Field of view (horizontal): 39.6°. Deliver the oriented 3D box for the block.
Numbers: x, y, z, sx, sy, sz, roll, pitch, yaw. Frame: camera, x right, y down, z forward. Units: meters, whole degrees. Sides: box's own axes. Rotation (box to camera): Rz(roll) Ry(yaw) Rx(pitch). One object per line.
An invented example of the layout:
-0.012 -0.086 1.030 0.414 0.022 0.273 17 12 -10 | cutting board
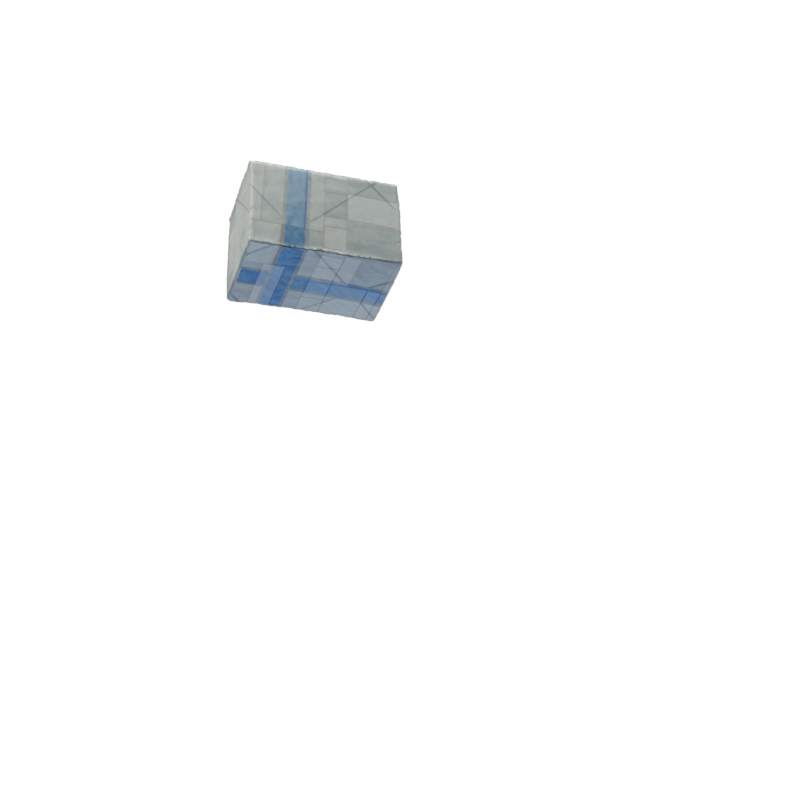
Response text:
-0.043 -0.079 0.551 0.076 0.055 0.050 8 -35 -14 | block
